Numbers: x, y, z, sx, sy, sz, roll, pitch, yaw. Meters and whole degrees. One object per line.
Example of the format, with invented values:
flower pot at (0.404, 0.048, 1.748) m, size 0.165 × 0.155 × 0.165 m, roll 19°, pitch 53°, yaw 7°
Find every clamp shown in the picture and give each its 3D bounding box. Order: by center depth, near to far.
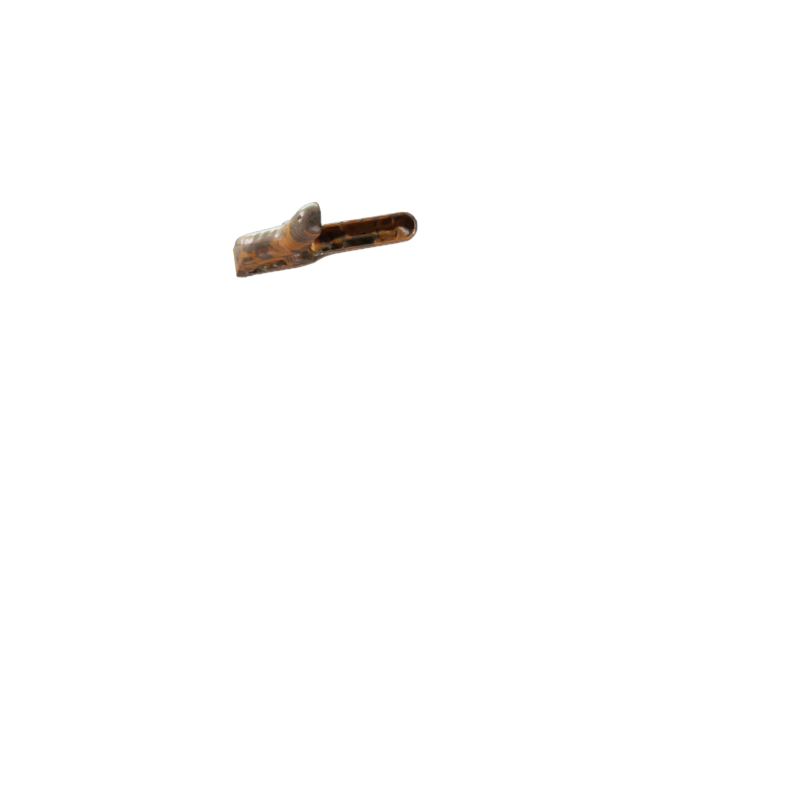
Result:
clamp at (-0.072, -0.131, 0.921) m, size 0.115 × 0.040 × 0.175 m, roll 4°, pitch -7°, yaw -36°
